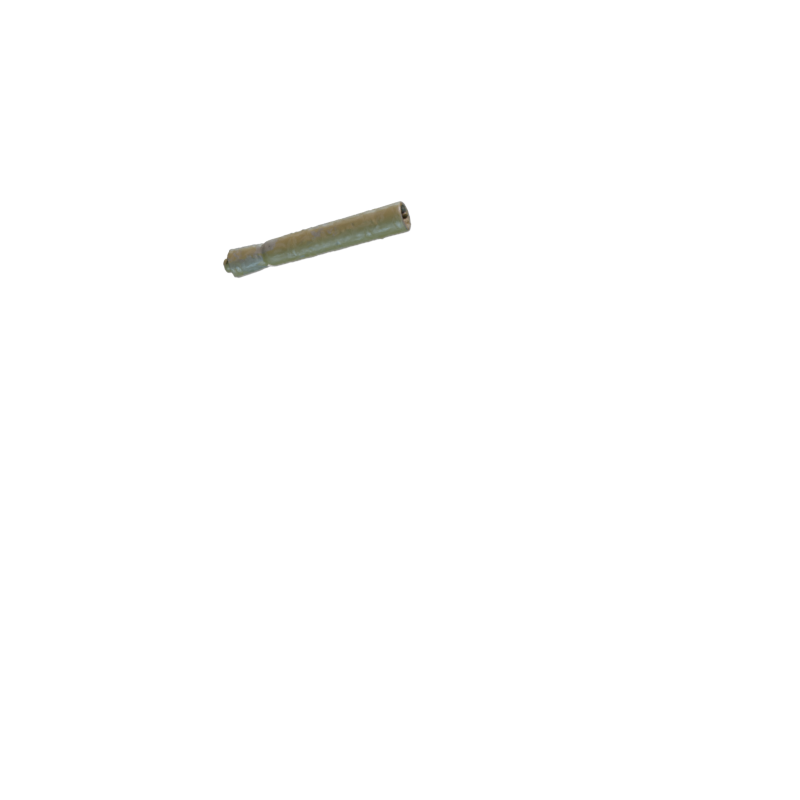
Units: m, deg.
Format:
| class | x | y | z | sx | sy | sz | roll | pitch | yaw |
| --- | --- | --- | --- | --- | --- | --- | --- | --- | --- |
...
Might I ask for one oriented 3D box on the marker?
| class | x | y | z | sx | sy | sz | roll | pitch | yaw |
| --- | --- | --- | --- | --- | --- | --- | --- | --- | --- |
| marker | -0.053 | -0.096 | 0.675 | 0.122 | 0.020 | 0.019 | -12 | 0 | 20 |
